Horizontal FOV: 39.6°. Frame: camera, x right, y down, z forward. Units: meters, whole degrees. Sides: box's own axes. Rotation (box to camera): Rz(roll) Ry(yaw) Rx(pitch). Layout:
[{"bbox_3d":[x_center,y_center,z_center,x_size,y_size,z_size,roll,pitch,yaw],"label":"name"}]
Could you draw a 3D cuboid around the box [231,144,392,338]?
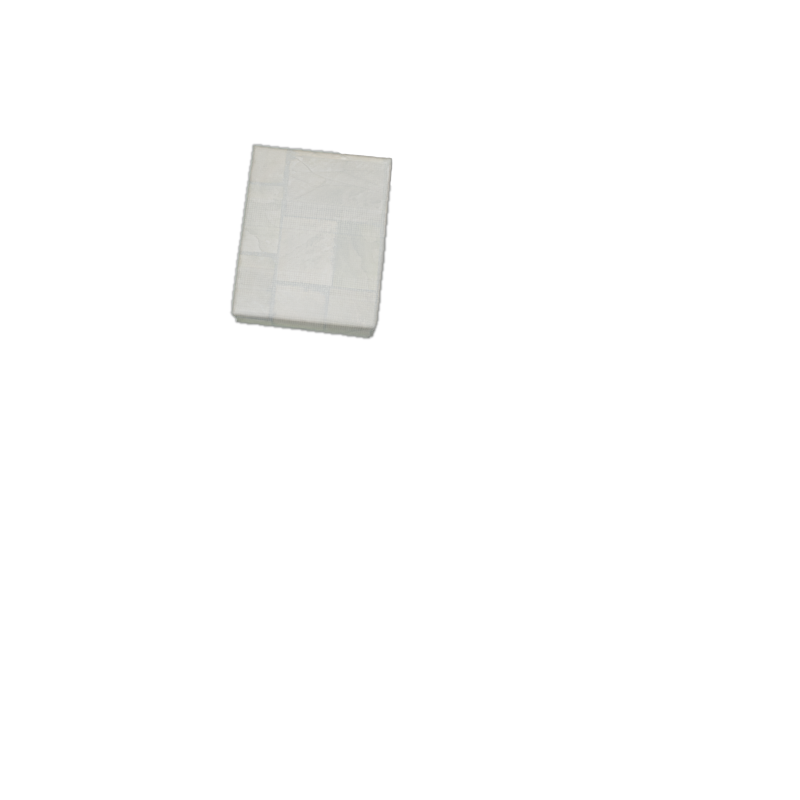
[{"bbox_3d":[-0.055,-0.100,0.702,0.090,0.117,0.037,5,-15,1],"label":"box"}]
